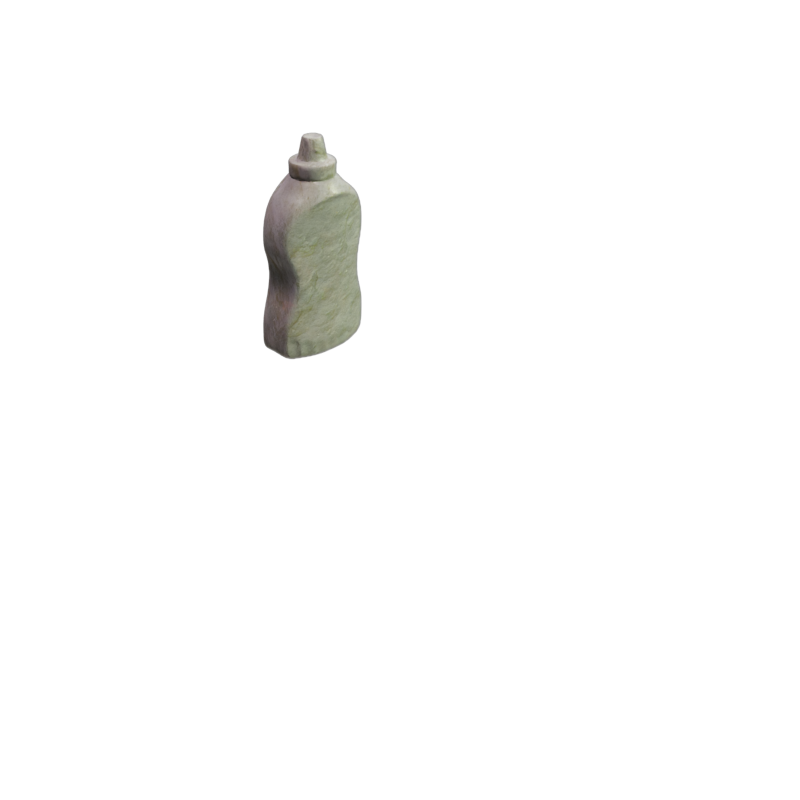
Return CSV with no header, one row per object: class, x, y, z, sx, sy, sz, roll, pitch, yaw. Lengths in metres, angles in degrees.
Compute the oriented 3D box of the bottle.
bottle,-0.075,-0.137,0.956,0.095,0.181,0.062,-22,34,-39
